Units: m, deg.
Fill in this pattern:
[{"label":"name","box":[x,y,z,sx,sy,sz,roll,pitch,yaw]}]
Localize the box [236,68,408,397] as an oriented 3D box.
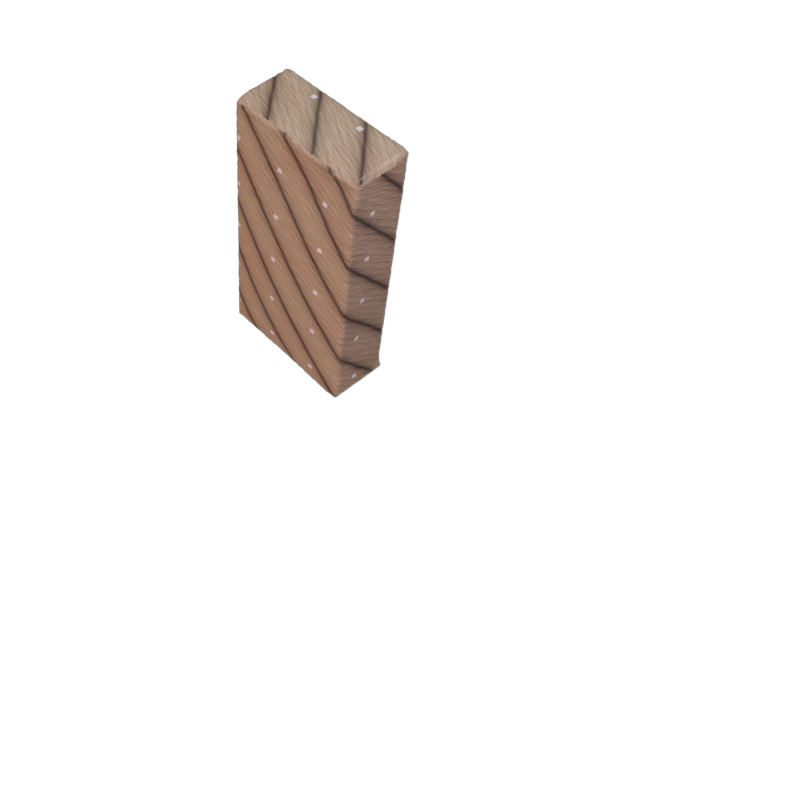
[{"label":"box","box":[-0.049,-0.089,0.625,0.048,0.164,0.099,-36,62,-27]}]
